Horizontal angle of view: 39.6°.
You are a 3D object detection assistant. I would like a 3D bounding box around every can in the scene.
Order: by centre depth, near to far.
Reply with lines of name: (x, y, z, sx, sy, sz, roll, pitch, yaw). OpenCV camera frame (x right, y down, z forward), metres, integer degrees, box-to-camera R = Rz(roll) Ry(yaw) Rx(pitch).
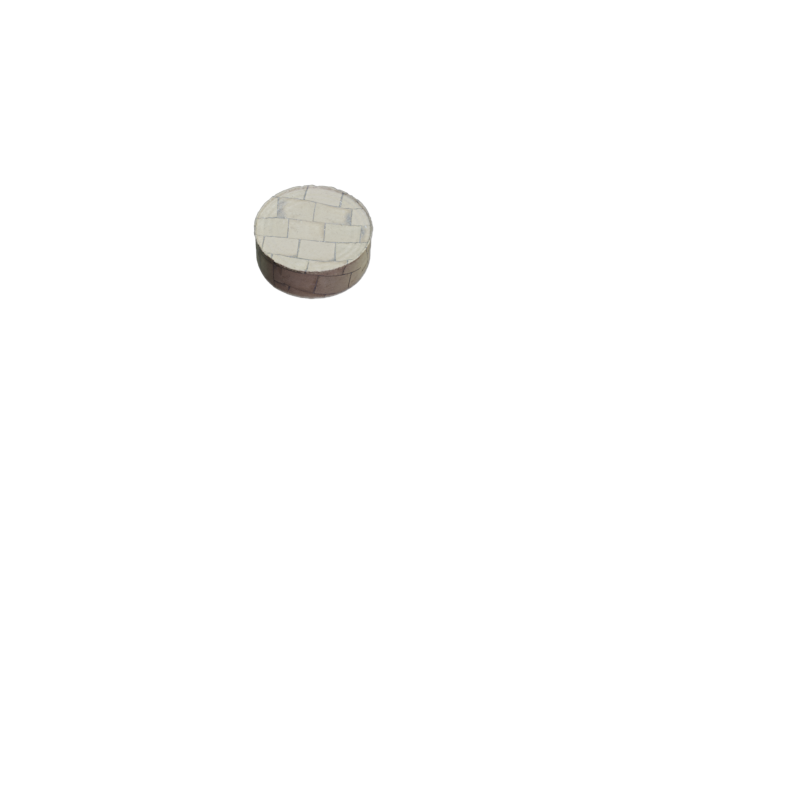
can: (-0.063, -0.115, 0.808, 0.086, 0.092, 0.031, -1, -39, -1)
